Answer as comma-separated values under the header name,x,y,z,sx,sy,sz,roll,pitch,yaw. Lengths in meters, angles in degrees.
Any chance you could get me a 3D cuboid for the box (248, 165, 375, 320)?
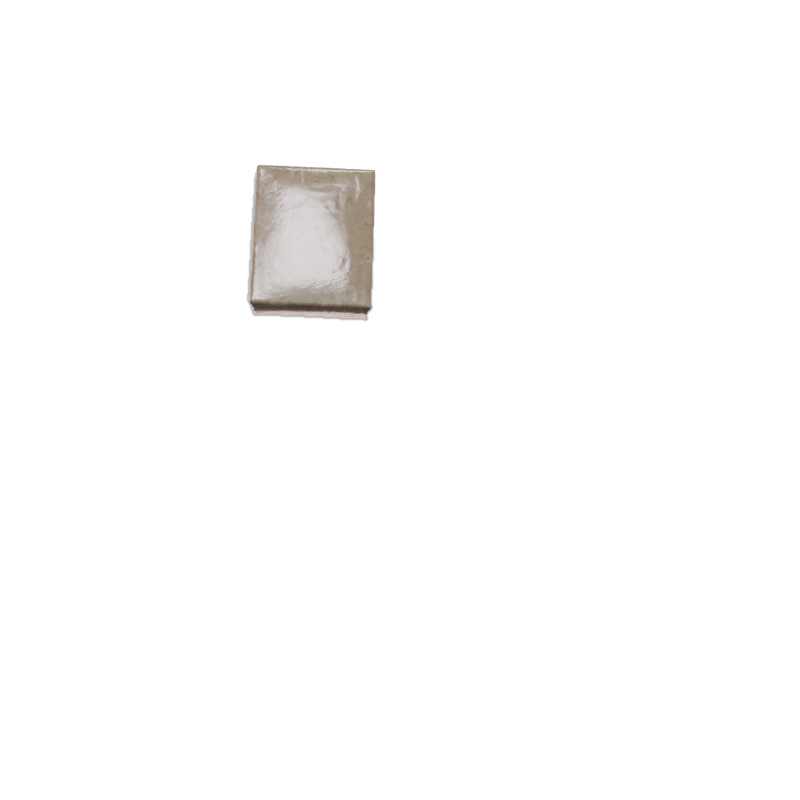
name,x,y,z,sx,sy,sz,roll,pitch,yaw
box,-0.065,-0.118,0.829,0.090,0.118,0.037,1,-18,0
